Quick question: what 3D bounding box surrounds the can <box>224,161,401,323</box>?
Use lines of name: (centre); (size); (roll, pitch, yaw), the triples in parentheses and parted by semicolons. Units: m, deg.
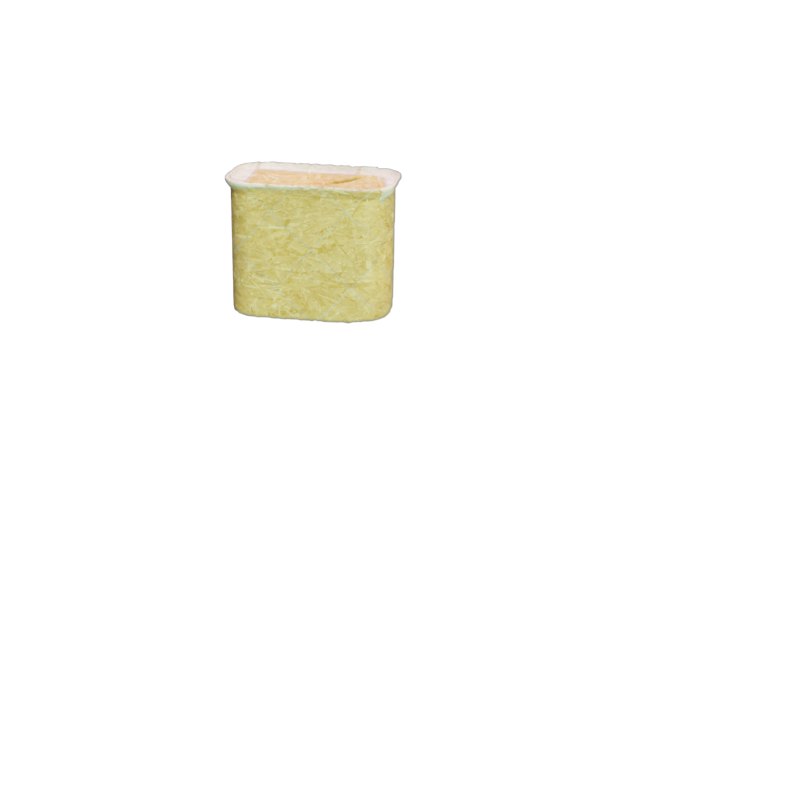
can: (-0.052, -0.095, 0.666); (0.103, 0.080, 0.059); (5, 20, 10)
